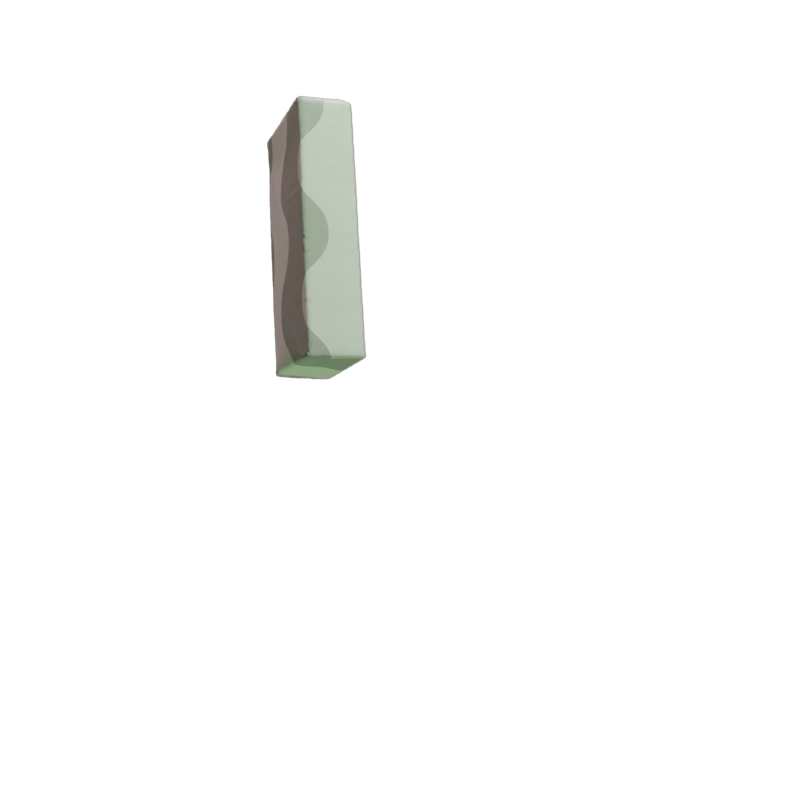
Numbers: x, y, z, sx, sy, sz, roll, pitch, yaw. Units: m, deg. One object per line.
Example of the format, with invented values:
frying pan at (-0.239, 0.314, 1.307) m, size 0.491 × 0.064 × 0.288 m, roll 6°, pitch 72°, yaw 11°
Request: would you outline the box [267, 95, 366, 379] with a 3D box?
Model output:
box at (-0.059, -0.108, 0.754) m, size 0.047 × 0.183 × 0.092 m, roll 4°, pitch -14°, yaw -18°
